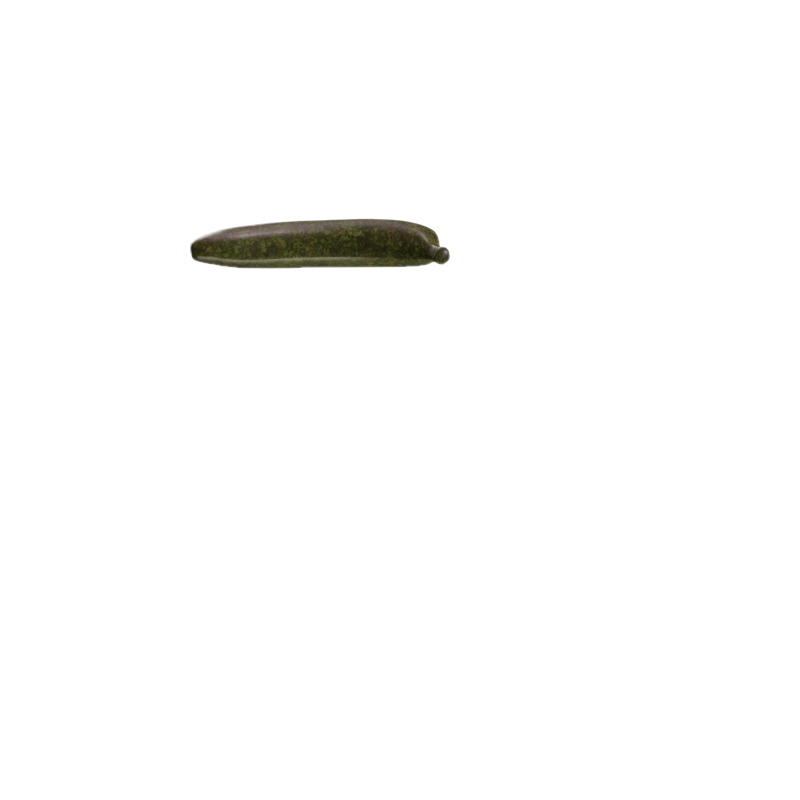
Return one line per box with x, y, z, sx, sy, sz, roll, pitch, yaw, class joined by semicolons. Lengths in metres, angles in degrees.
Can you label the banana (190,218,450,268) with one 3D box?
-0.055;-0.117;0.824;0.202;0.037;0.068;1;3;18;banana
